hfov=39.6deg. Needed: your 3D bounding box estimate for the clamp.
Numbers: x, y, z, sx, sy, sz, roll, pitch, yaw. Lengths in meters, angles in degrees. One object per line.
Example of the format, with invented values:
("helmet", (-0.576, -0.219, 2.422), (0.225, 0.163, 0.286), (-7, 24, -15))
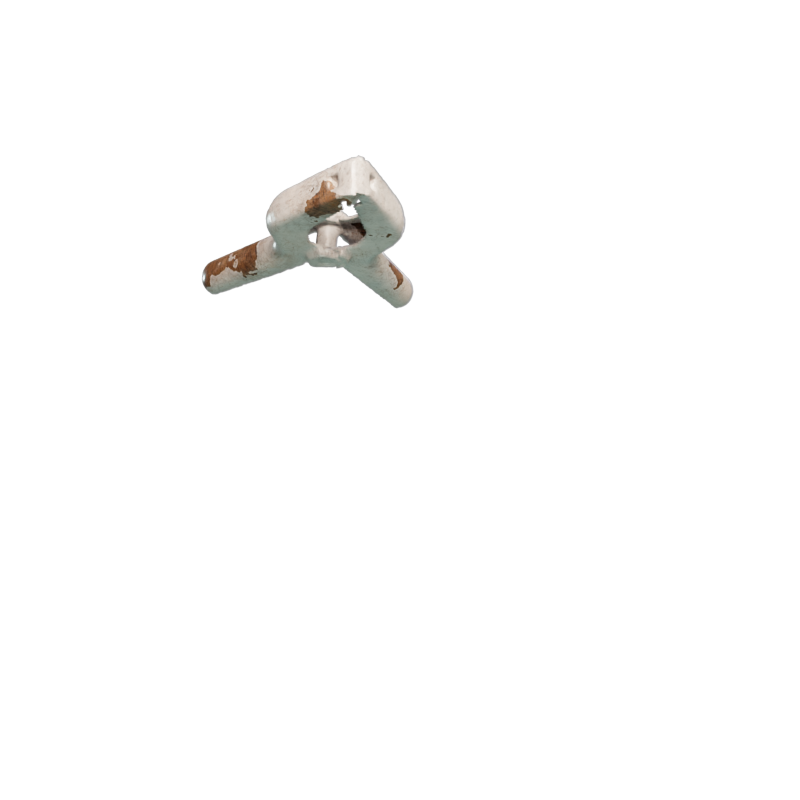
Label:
("clamp", (-0.062, -0.112, 0.786), (0.164, 0.038, 0.202), (1, -17, -5))
